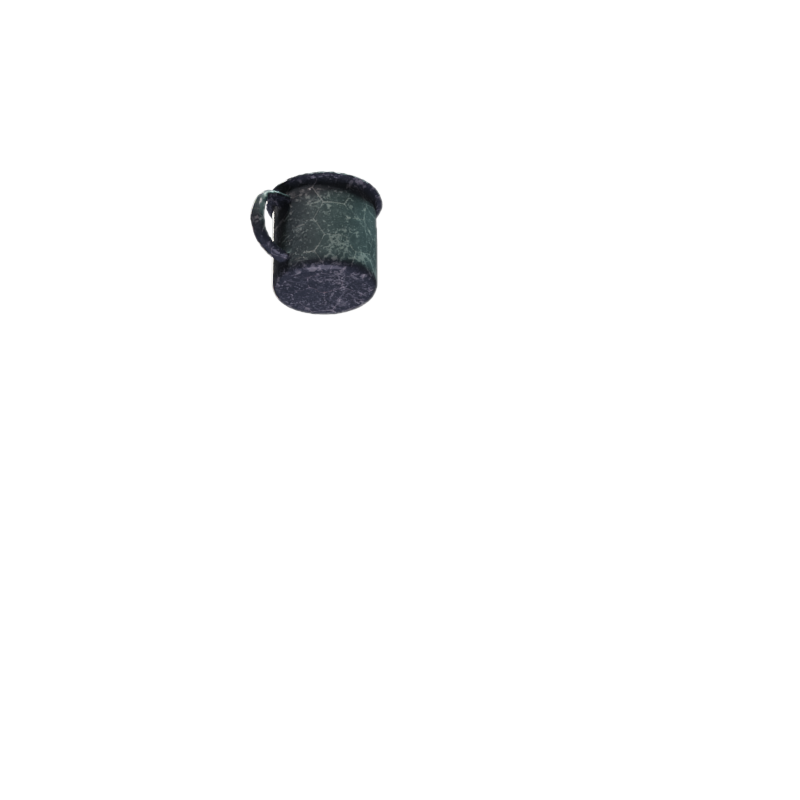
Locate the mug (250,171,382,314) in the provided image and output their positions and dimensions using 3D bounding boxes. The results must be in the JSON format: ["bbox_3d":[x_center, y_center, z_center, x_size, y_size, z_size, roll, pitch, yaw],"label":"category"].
[{"bbox_3d":[-0.067,-0.123,0.860,0.093,0.087,0.110,-25,-36,38],"label":"mug"}]
